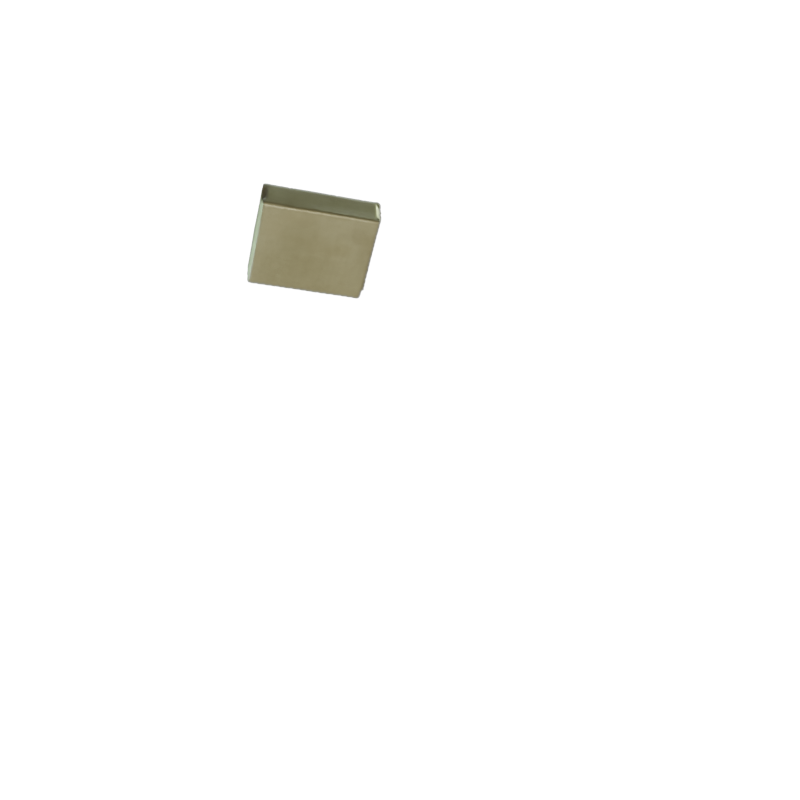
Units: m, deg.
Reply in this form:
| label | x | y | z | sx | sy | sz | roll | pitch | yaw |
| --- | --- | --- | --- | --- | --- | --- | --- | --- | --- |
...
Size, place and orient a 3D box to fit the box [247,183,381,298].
| label | x | y | z | sx | sy | sz | roll | pitch | yaw |
| --- | --- | --- | --- | --- | --- | --- | --- | --- | --- |
| box | -0.064 | -0.117 | 0.823 | 0.088 | 0.069 | 0.032 | 9 | 38 | -7 |
